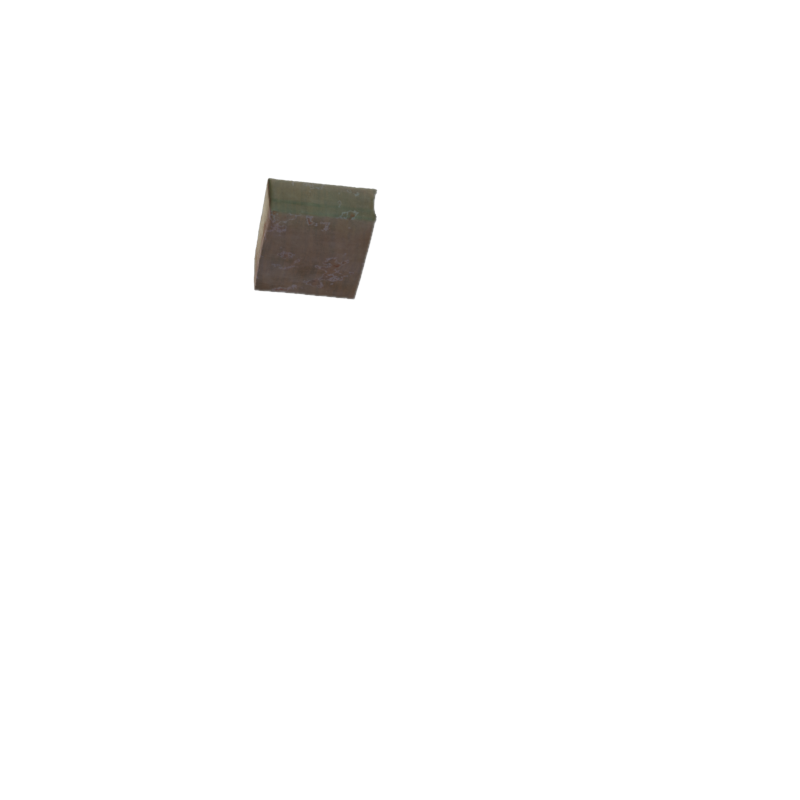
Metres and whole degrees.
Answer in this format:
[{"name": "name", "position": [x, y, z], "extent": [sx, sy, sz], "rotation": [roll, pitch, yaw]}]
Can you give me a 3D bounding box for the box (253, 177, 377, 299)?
[{"name": "box", "position": [-0.072, -0.131, 0.920], "extent": [0.089, 0.042, 0.107], "rotation": [5, -32, -9]}]
